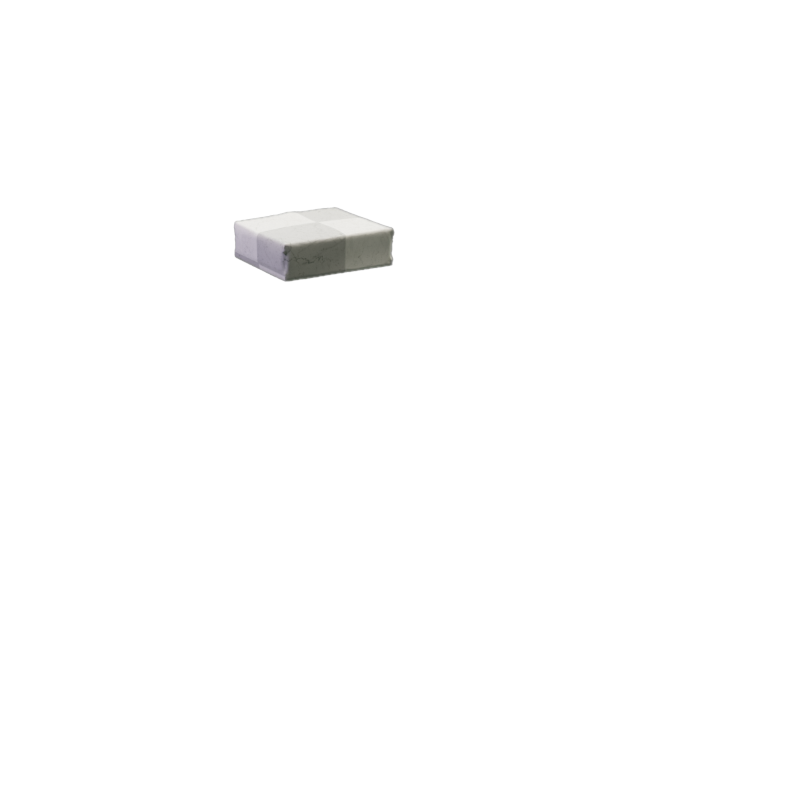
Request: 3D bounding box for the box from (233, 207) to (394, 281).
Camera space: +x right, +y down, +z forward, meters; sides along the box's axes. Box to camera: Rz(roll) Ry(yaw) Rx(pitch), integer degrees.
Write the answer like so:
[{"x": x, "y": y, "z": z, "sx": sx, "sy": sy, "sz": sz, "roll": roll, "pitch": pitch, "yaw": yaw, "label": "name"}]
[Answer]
[{"x": -0.060, "y": -0.110, "z": 0.770, "sx": 0.087, "sy": 0.029, "sz": 0.078, "roll": -13, "pitch": 25, "yaw": -31, "label": "box"}]
